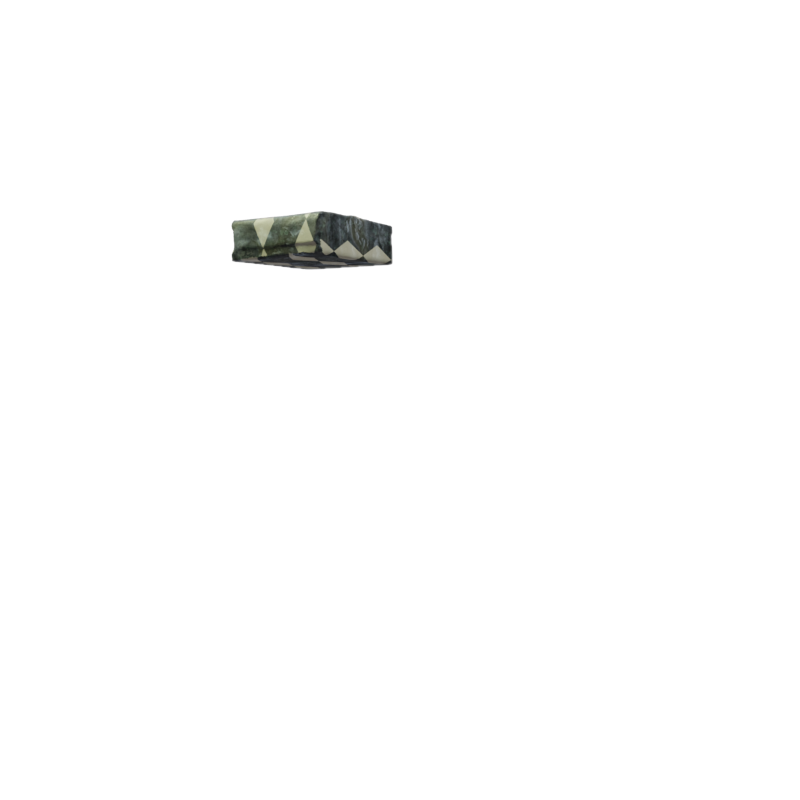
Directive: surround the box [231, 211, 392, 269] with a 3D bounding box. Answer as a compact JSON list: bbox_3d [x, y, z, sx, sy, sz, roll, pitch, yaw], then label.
[{"bbox_3d":[-0.058,-0.107,0.746,0.076,0.030,0.085,0,0,34],"label":"box"}]
